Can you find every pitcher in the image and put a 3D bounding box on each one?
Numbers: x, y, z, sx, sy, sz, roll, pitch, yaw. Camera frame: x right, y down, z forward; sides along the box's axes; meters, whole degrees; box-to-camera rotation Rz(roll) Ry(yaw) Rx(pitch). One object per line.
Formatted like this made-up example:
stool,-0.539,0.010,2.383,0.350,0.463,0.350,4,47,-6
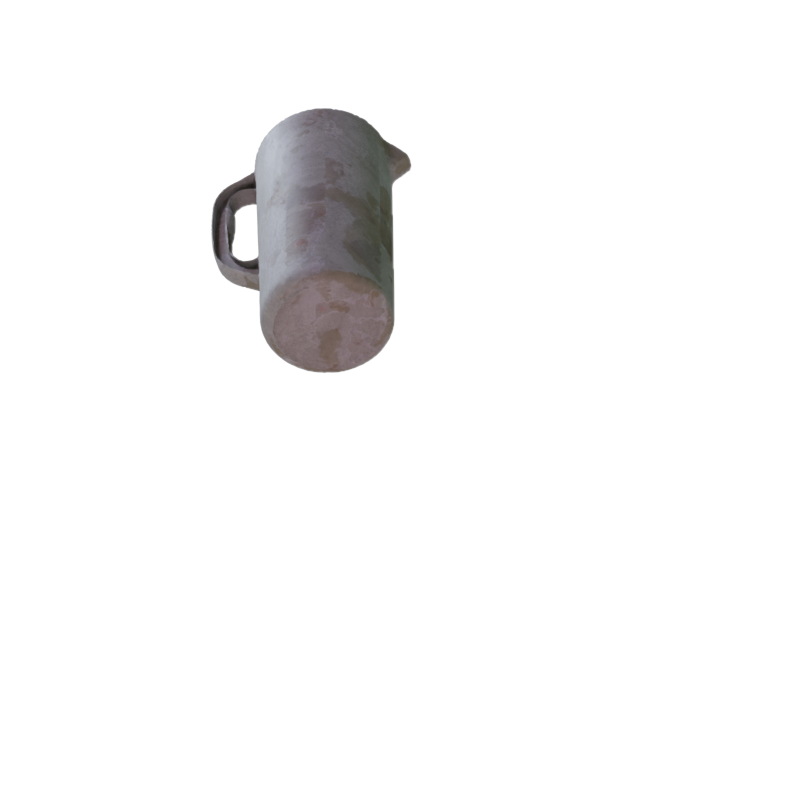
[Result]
pitcher,-0.076,-0.139,0.975,0.139,0.261,0.145,26,-56,-23
